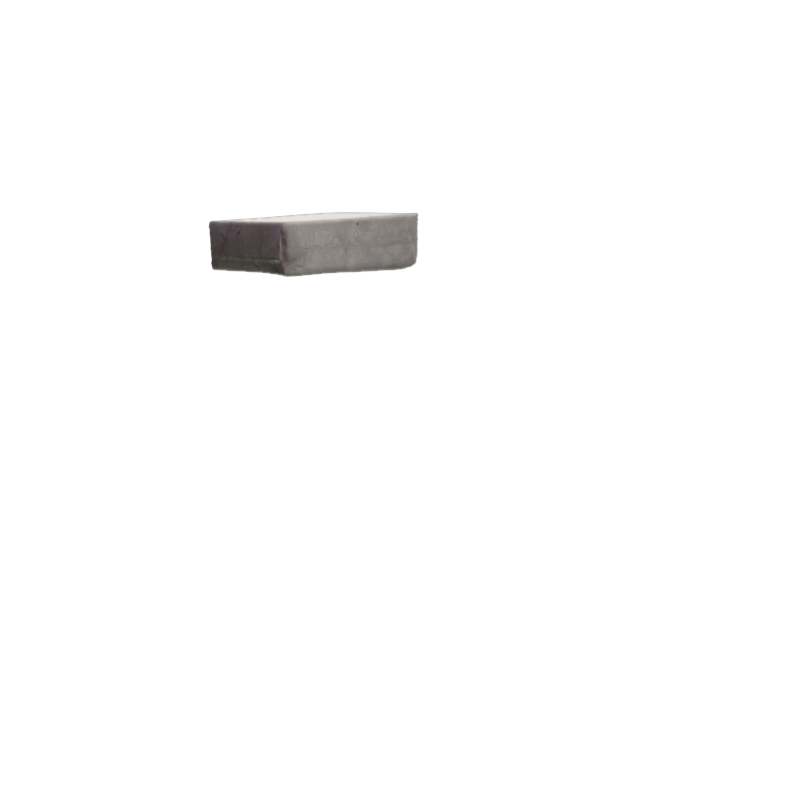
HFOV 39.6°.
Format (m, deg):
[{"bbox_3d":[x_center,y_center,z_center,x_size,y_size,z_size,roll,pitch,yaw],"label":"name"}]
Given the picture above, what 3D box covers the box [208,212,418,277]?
[{"bbox_3d":[-0.058,-0.106,0.741,0.110,0.038,0.094,-8,13,-38],"label":"box"}]
